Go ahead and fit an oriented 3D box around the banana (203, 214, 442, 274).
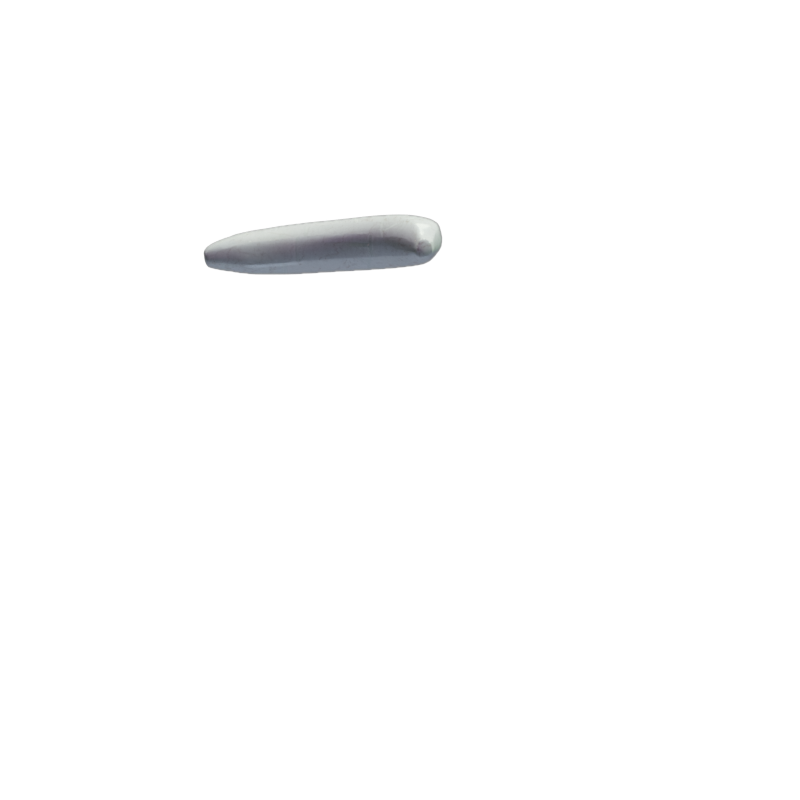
[{"bbox_3d":[-0.045,-0.107,0.761,0.205,0.037,0.067,1,1,38],"label":"banana"}]
